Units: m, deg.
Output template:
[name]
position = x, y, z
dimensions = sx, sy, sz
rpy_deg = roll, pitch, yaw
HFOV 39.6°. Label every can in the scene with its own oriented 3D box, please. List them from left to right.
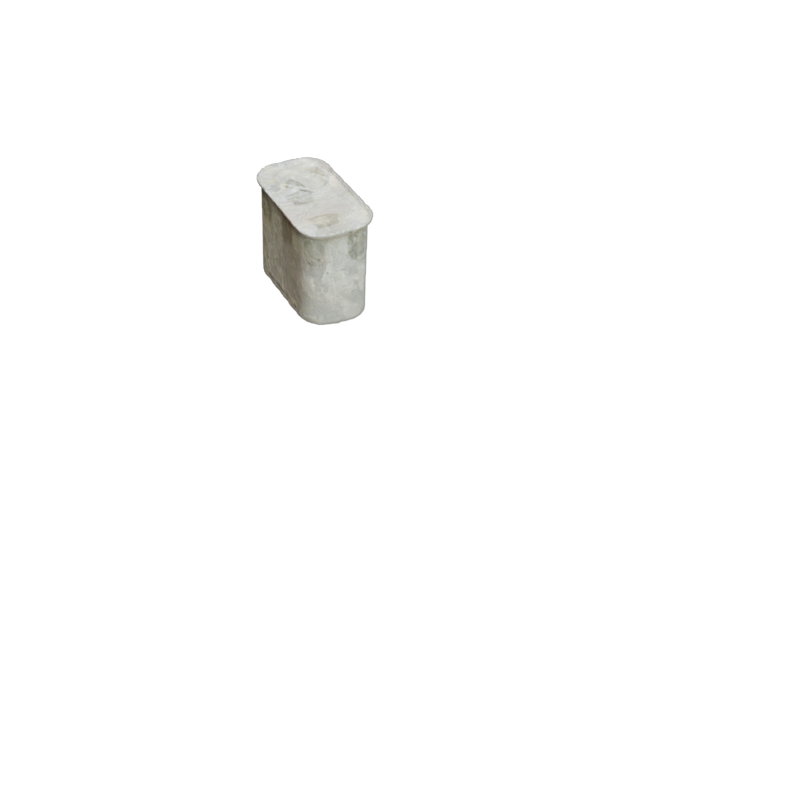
[can]
position = -0.064, -0.116, 0.811
dimensions = 0.057, 0.078, 0.110
rpy_deg = -17, 43, -22
